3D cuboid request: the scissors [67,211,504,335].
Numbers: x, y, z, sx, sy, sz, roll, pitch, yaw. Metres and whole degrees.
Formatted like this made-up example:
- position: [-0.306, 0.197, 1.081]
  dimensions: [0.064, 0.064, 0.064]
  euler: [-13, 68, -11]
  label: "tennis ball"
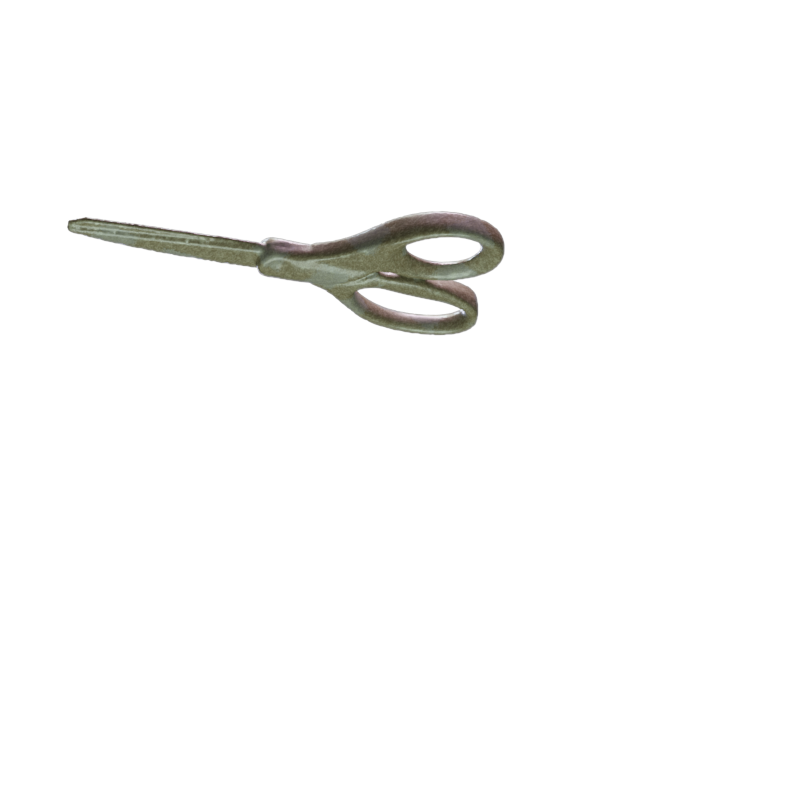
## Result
- position: [-0.040, -0.072, 0.505]
  dimensions: [0.193, 0.017, 0.094]
  euler: [17, -35, -26]
  label: "scissors"
